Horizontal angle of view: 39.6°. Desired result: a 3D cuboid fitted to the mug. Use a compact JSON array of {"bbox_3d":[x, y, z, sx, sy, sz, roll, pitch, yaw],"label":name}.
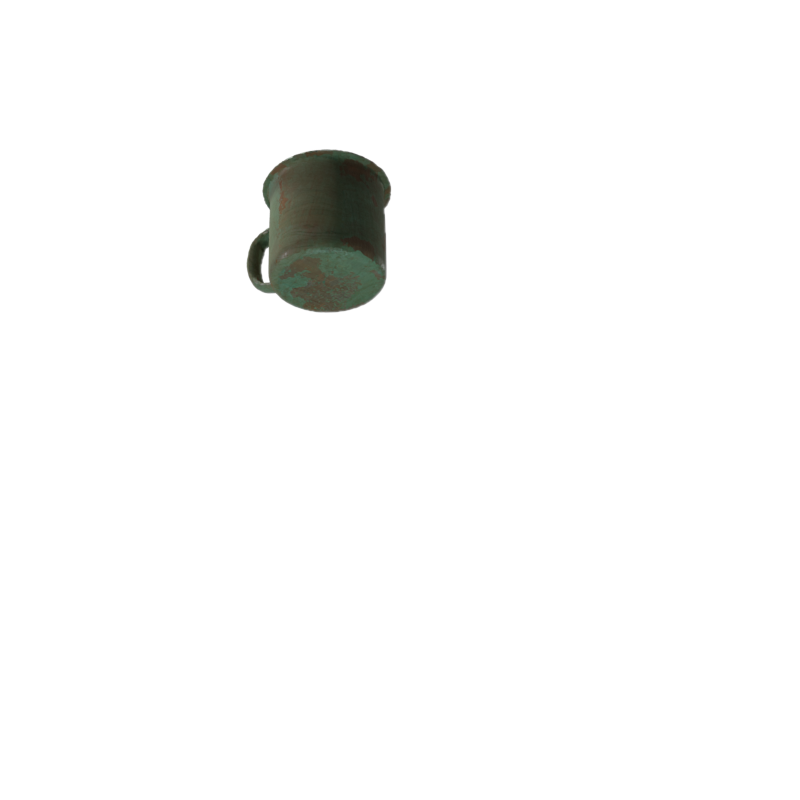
[{"bbox_3d":[-0.061,-0.112,0.783,0.118,0.087,0.086,-19,-37,27],"label":"mug"}]
